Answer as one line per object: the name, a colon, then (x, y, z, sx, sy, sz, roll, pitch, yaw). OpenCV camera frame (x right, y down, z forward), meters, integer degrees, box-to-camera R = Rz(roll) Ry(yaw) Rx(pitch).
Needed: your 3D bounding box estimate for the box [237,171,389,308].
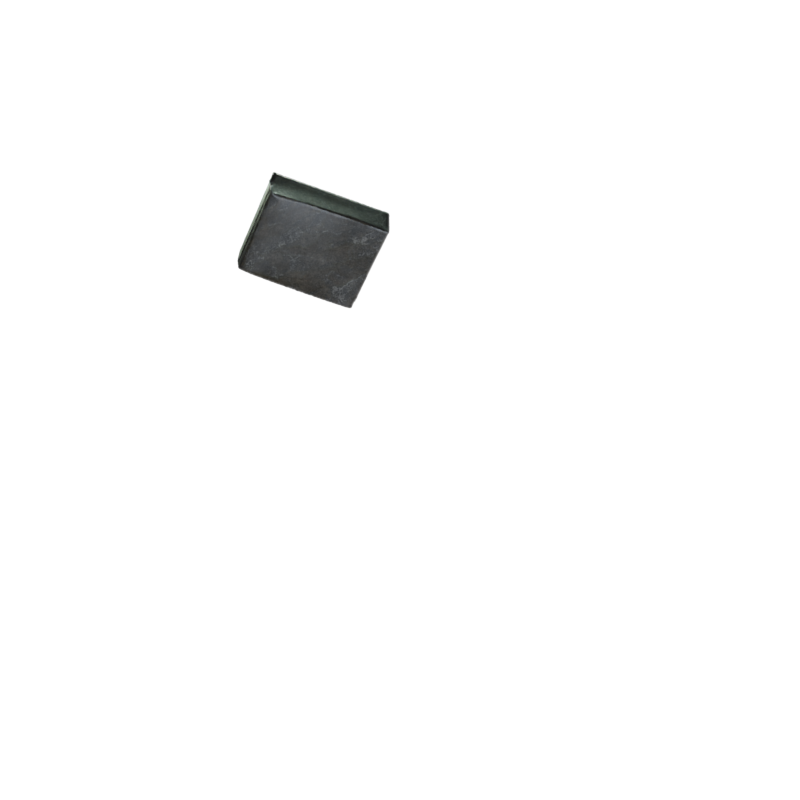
box: (-0.077, -0.140, 0.979, 0.111, 0.086, 0.041, 18, 33, -13)
